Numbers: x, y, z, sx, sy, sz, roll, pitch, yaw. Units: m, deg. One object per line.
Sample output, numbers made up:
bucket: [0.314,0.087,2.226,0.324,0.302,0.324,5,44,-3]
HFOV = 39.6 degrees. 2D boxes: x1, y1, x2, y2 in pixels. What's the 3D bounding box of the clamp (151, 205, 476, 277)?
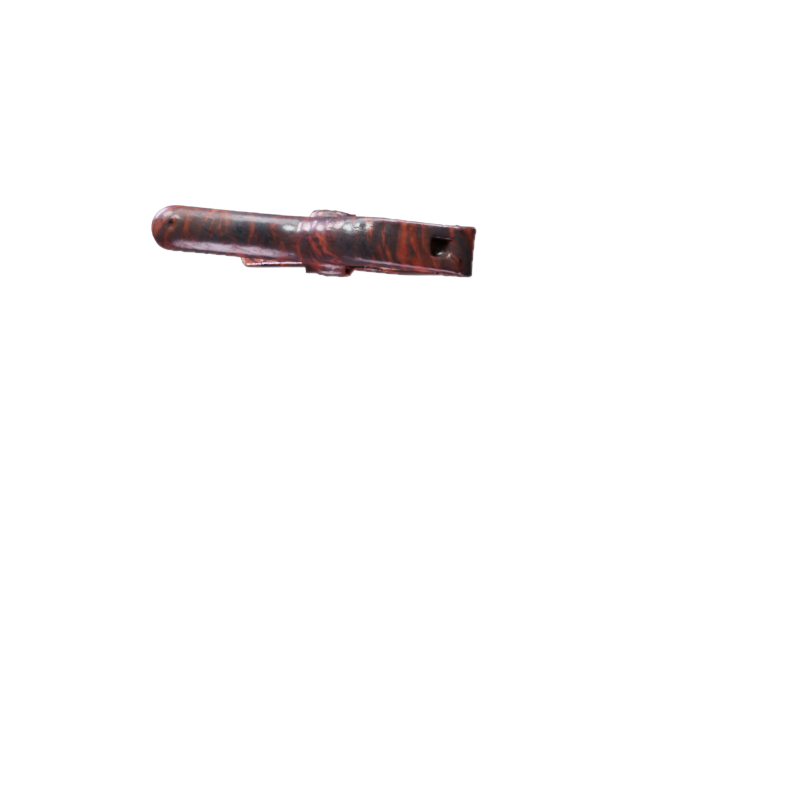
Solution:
clamp: [-0.048,-0.087,0.611,0.178,0.039,0.116,4,7,30]
